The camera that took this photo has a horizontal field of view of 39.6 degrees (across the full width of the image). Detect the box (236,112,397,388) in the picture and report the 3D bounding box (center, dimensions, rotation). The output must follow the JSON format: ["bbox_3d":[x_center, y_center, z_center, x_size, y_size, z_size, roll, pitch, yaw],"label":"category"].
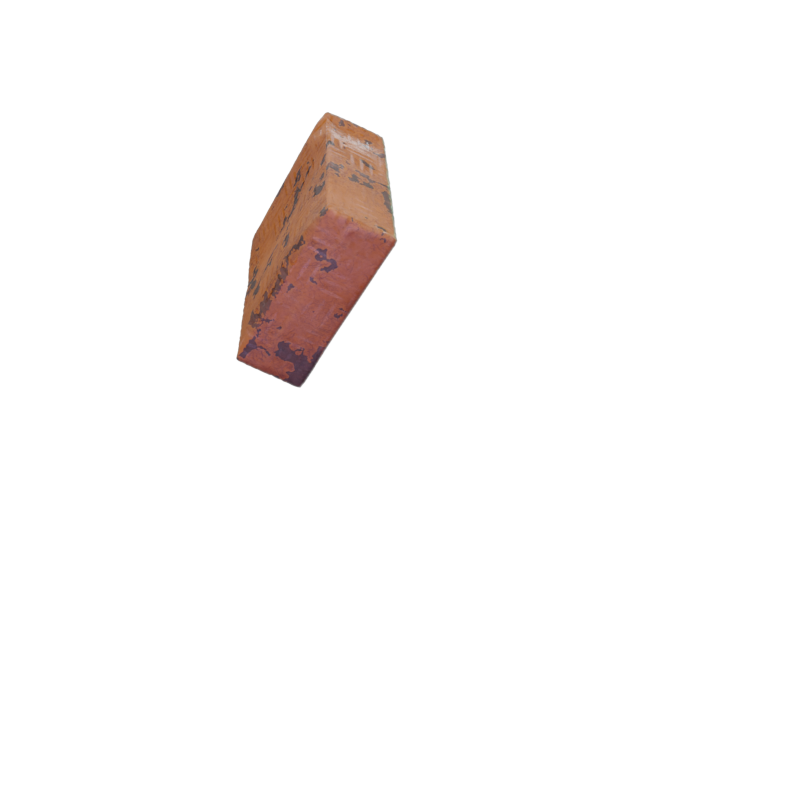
[{"bbox_3d":[-0.077,-0.141,0.988,0.069,0.159,0.228,25,28,-19],"label":"box"}]
